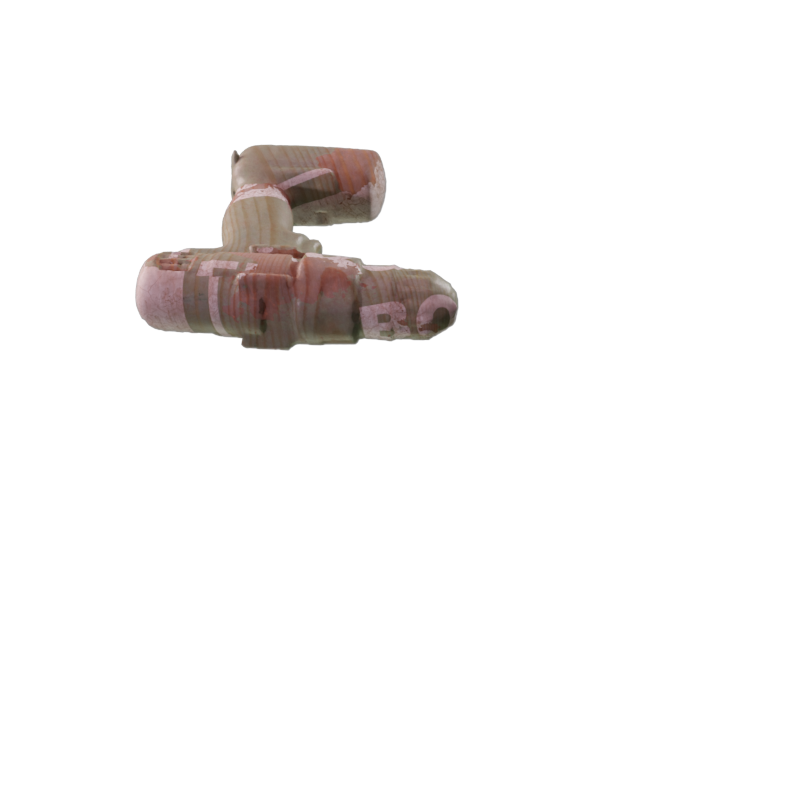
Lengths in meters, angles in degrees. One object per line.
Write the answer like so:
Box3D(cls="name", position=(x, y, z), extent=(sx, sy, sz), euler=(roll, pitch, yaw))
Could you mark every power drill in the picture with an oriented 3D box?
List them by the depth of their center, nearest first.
Box3D(cls="power drill", position=(-0.054, -0.099, 0.690), extent=(0.186, 0.054, 0.197), euler=(4, 33, 6))
